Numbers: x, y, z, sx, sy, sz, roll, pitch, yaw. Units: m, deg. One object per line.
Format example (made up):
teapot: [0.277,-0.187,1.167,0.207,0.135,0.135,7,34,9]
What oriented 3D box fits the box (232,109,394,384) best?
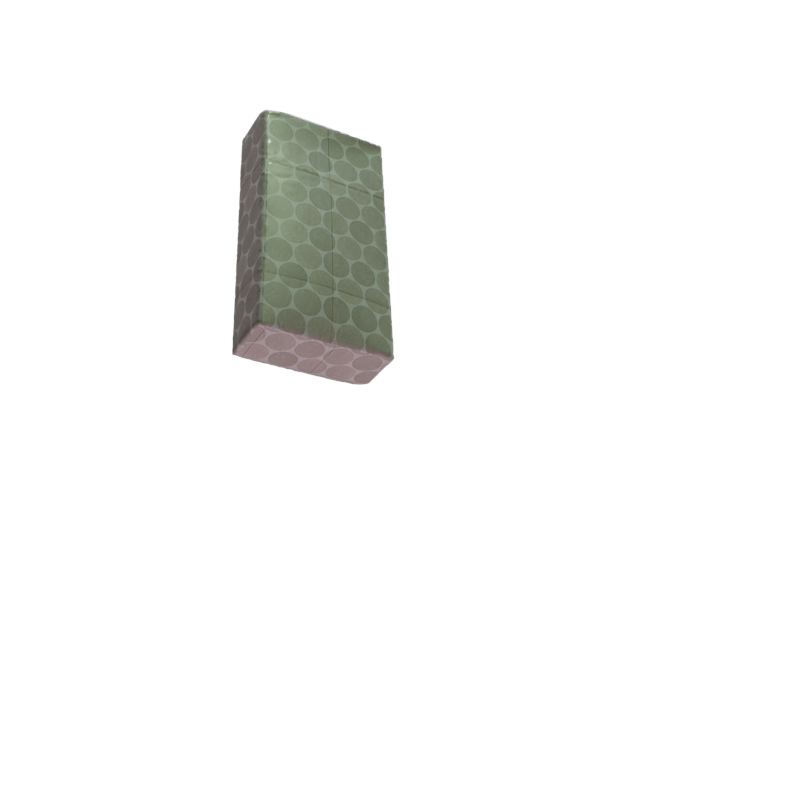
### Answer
box: [-0.056,-0.102,0.712,0.090,0.188,0.047,14,-36,-24]
